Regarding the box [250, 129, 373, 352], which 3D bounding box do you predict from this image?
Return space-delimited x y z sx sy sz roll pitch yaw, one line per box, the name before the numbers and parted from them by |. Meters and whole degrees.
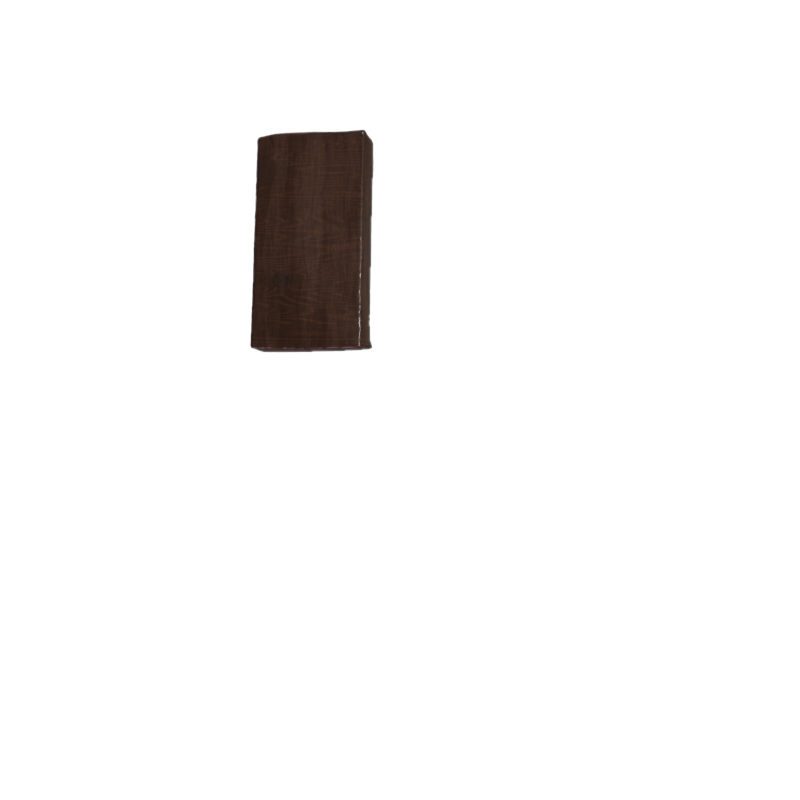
box | -0.070 -0.128 0.897 0.095 0.180 0.046 -2 -8 12
